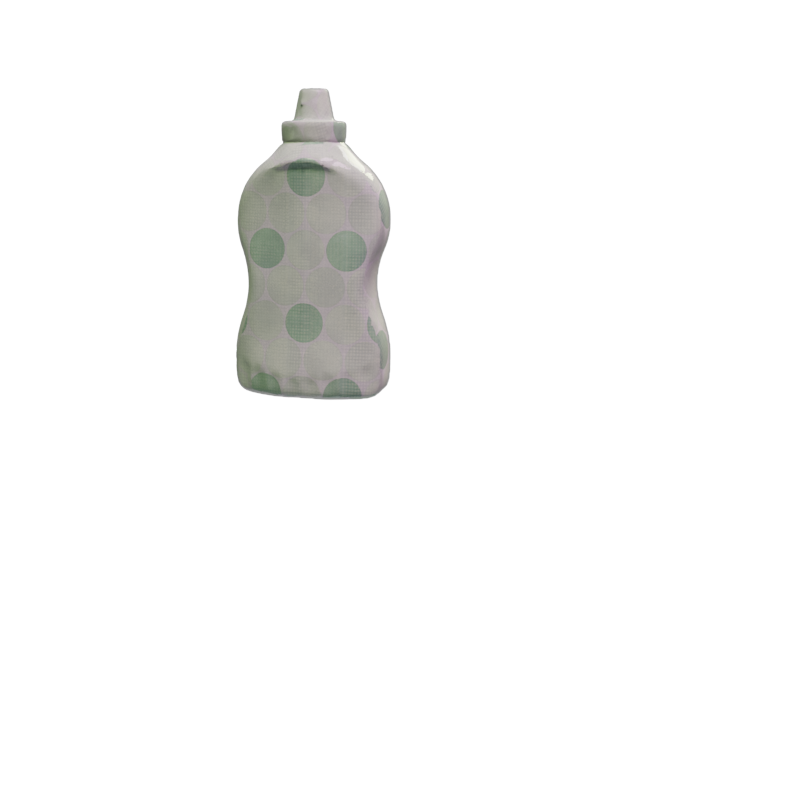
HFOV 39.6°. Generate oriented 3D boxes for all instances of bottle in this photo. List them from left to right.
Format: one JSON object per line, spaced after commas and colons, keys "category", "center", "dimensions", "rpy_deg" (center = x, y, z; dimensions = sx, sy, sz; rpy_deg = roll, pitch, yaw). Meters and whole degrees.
{"category": "bottle", "center": [-0.055, -0.100, 0.701], "dimensions": [0.098, 0.189, 0.058], "rpy_deg": [2, 6, 17]}
